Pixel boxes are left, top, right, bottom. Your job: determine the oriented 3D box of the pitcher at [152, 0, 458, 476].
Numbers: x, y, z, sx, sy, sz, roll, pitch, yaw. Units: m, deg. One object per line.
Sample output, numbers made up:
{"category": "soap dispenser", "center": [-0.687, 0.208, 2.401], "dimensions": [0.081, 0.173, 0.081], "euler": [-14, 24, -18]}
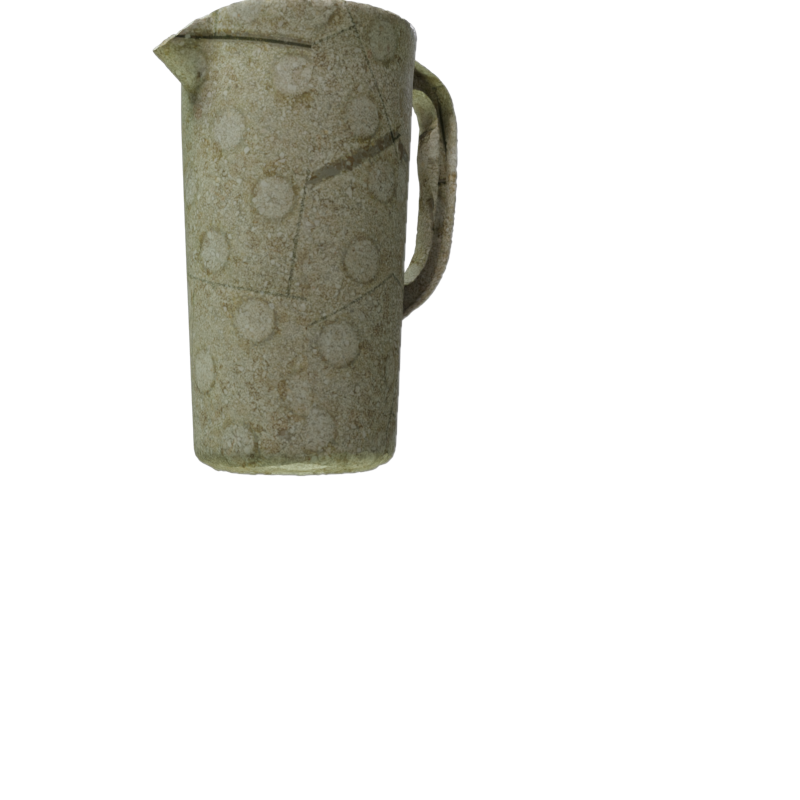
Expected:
{"category": "pitcher", "center": [-0.048, -0.087, 0.608], "dimensions": [0.151, 0.246, 0.141], "euler": [-1, -4, 10]}
